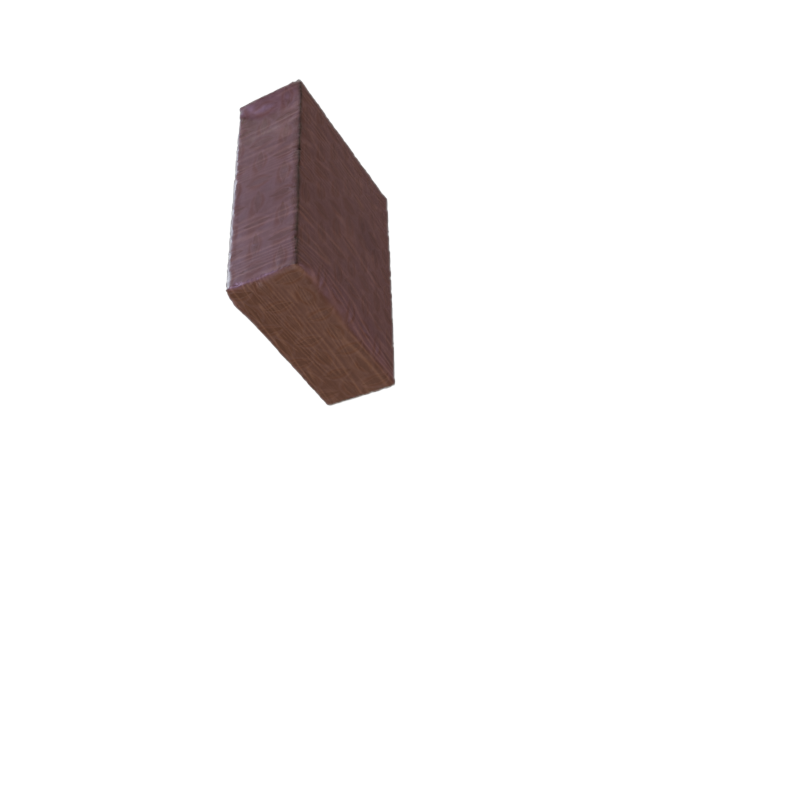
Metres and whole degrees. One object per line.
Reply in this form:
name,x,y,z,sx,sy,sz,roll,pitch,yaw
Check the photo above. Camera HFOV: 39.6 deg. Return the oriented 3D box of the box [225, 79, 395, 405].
box,-0.071,-0.130,0.911,0.072,0.230,0.152,-21,-43,19
